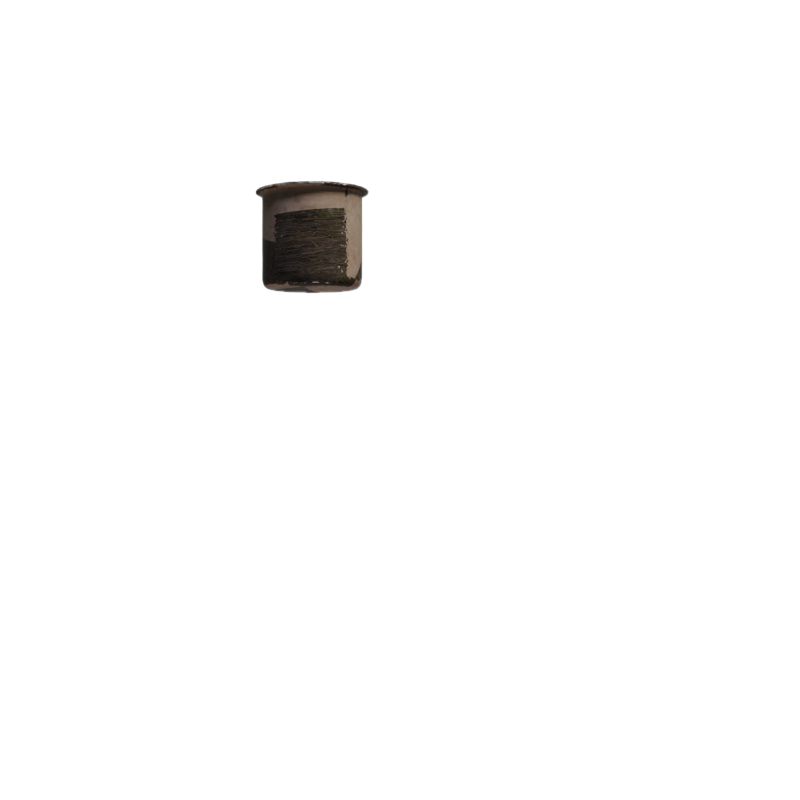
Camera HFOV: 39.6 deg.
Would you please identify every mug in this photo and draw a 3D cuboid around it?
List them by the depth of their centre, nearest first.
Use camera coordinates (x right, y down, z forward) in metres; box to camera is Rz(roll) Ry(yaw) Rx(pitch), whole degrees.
[{"bbox_3d":[-0.072,-0.131,0.921,0.093,0.083,0.115,0,-2,2],"label":"mug"}]
